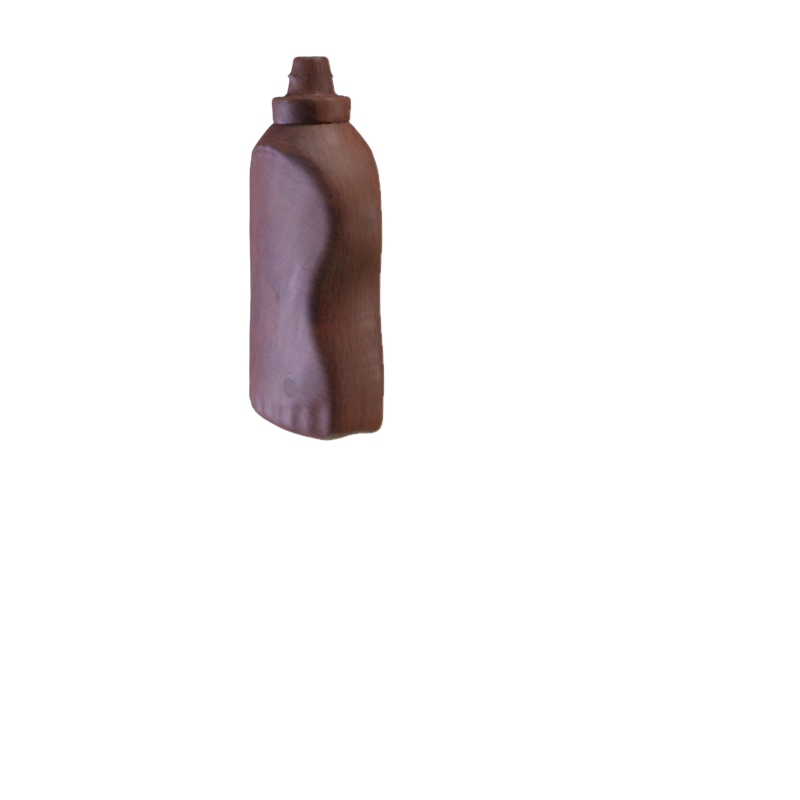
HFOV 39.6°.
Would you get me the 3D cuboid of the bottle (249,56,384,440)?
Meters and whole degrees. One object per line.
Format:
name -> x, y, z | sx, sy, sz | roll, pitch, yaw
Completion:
bottle -> -0.046, -0.083, 0.582 | 0.057, 0.188, 0.101 | -4, 11, -29
